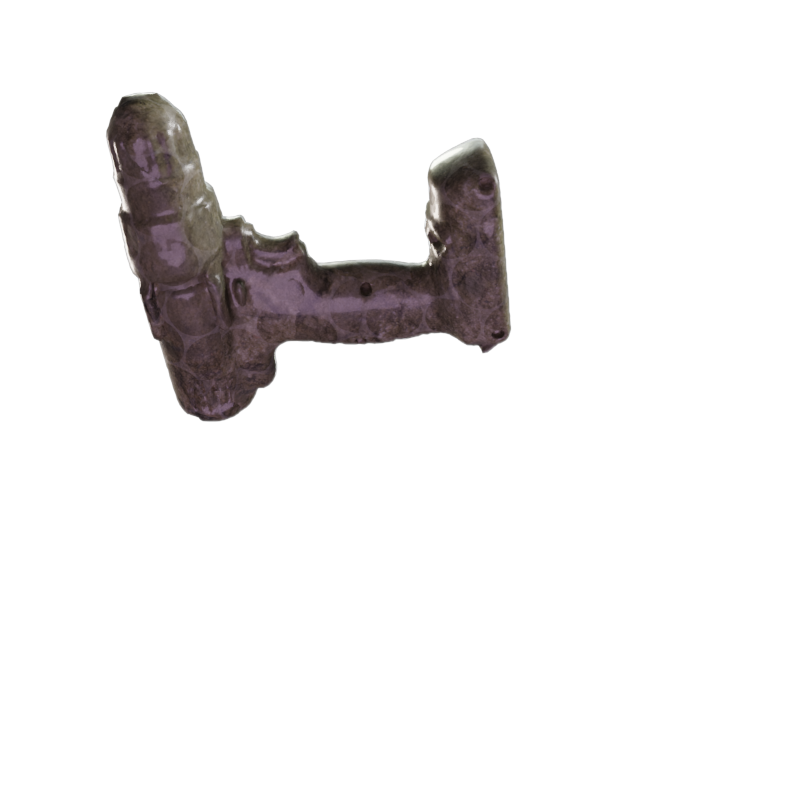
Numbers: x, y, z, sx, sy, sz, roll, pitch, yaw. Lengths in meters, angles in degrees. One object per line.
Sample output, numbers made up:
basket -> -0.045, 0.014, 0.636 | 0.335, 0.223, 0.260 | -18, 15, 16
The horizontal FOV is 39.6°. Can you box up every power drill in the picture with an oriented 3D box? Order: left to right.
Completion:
power drill -> -0.044, -0.080, 0.560 | 0.188, 0.172, 0.061 | -7, 33, 4
